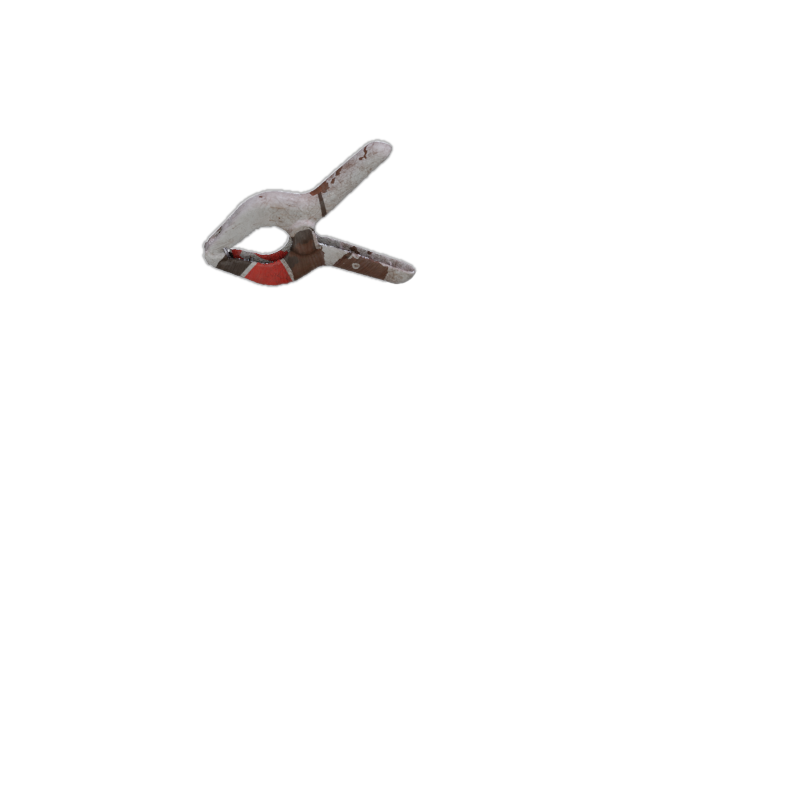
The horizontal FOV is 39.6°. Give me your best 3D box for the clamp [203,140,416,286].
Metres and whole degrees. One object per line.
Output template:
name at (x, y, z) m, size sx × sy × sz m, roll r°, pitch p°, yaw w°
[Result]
clamp at (-0.070, -0.128, 0.897) m, size 0.172 × 0.116 × 0.041 m, roll -19°, pitch 15°, yaw 5°
